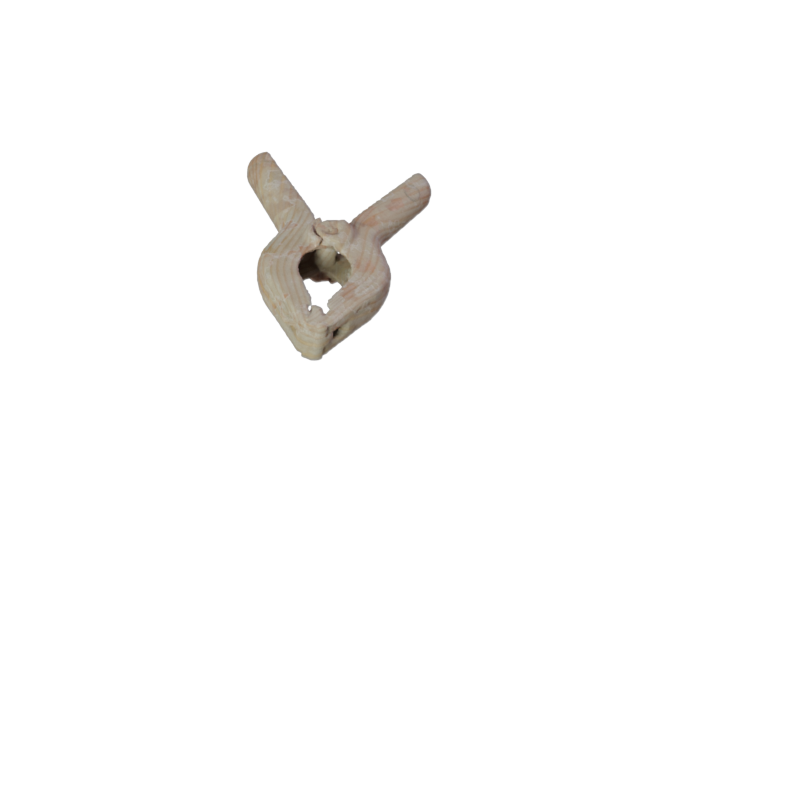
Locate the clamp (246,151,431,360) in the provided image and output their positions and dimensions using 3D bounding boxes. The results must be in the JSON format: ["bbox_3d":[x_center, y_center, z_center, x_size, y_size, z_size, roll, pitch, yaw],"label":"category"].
[{"bbox_3d":[-0.053,-0.097,0.679,0.122,0.037,0.180,8,42,9],"label":"clamp"}]
